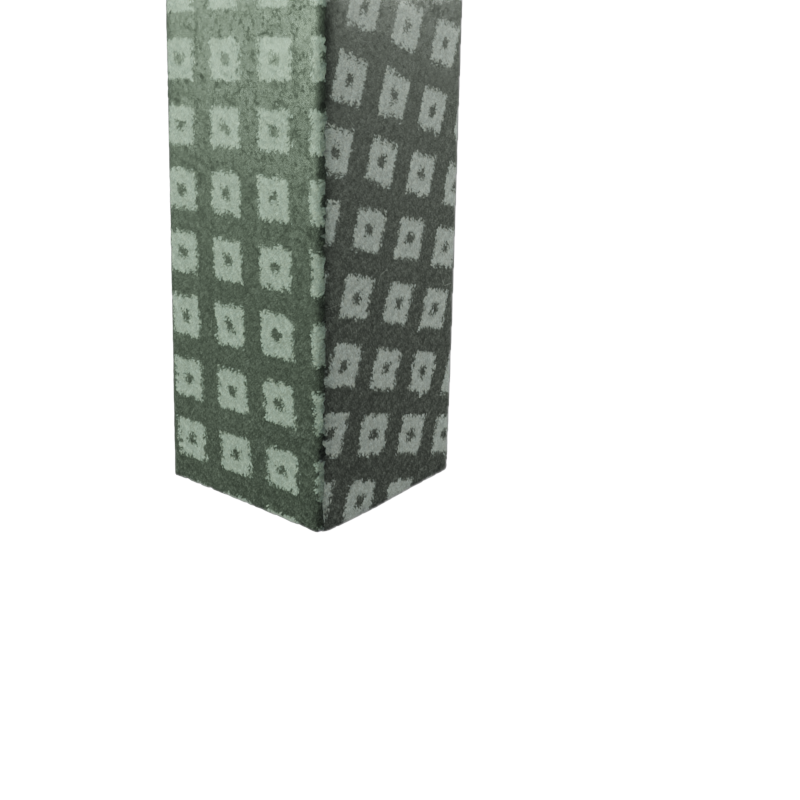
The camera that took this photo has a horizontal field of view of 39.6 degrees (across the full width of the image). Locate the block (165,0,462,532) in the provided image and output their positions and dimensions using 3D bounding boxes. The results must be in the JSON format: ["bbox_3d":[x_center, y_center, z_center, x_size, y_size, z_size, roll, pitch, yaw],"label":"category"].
[{"bbox_3d":[-0.036,-0.067,0.469,0.095,0.200,0.088,11,16,38],"label":"block"}]
